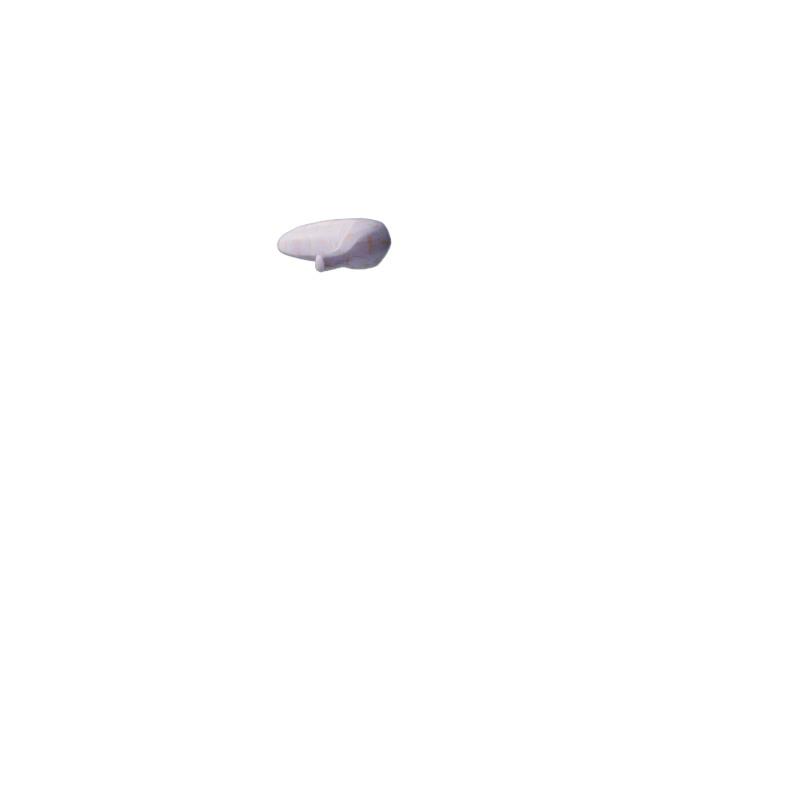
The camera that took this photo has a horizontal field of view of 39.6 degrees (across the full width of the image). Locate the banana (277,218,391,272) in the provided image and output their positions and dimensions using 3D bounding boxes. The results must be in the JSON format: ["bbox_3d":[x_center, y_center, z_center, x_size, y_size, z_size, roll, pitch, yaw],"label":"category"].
[{"bbox_3d":[-0.048,-0.123,0.858,0.068,0.036,0.203,-2,10,-13],"label":"banana"}]
